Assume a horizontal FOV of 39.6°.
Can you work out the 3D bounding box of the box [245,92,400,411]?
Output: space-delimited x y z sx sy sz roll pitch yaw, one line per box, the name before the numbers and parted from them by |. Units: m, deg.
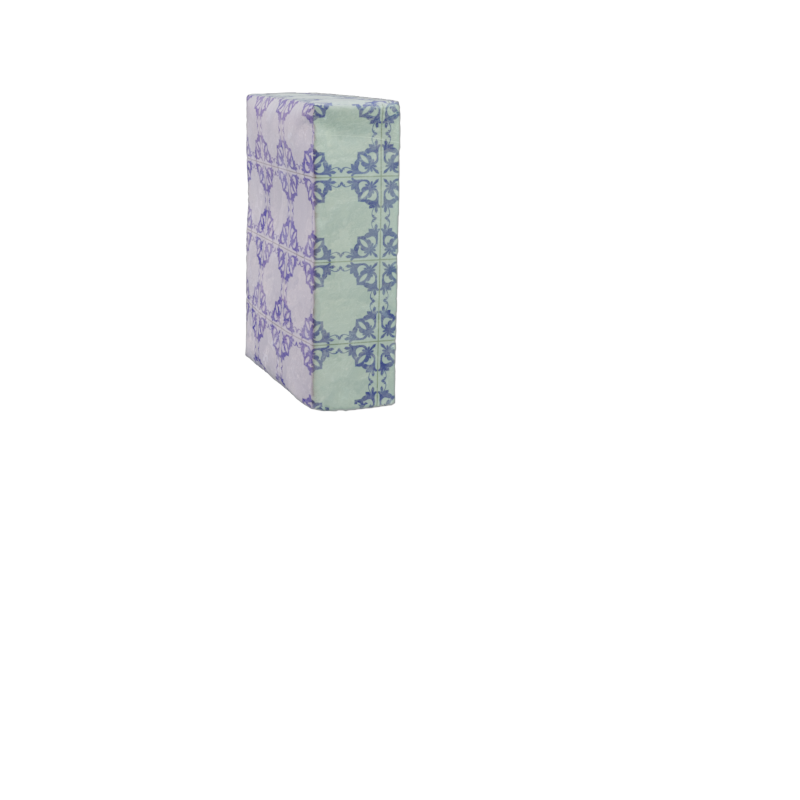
box | -0.064 -0.117 0.819 0.070 0.208 0.173 -4 13 -23
